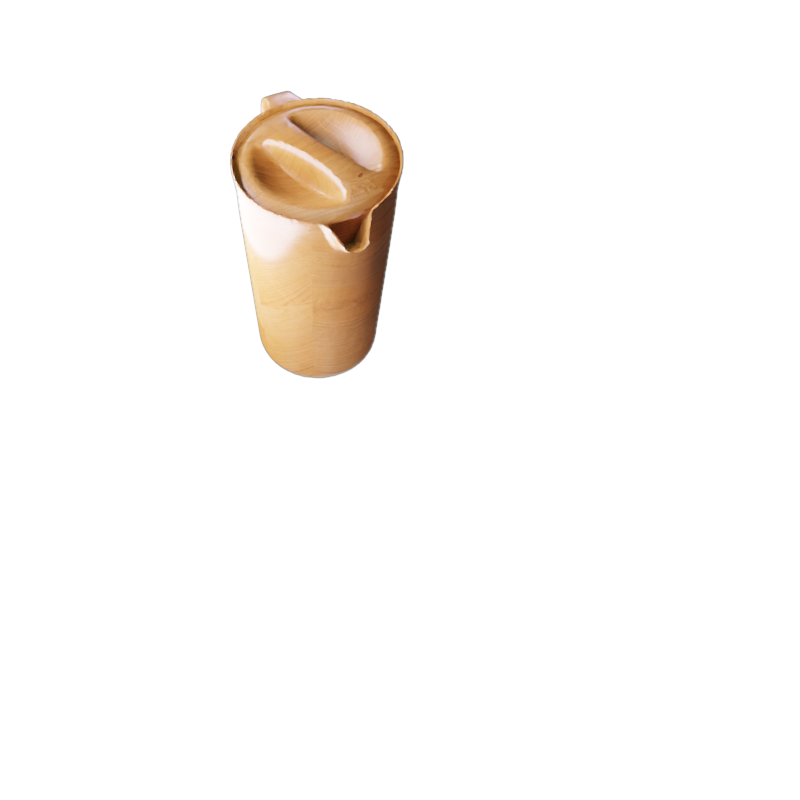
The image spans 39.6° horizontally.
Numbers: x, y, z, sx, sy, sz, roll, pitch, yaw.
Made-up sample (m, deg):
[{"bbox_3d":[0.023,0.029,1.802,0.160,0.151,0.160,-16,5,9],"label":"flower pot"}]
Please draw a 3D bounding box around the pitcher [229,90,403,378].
[{"bbox_3d":[-0.074,-0.134,0.940,0.148,0.156,0.227,19,-34,10],"label":"pitcher"}]
